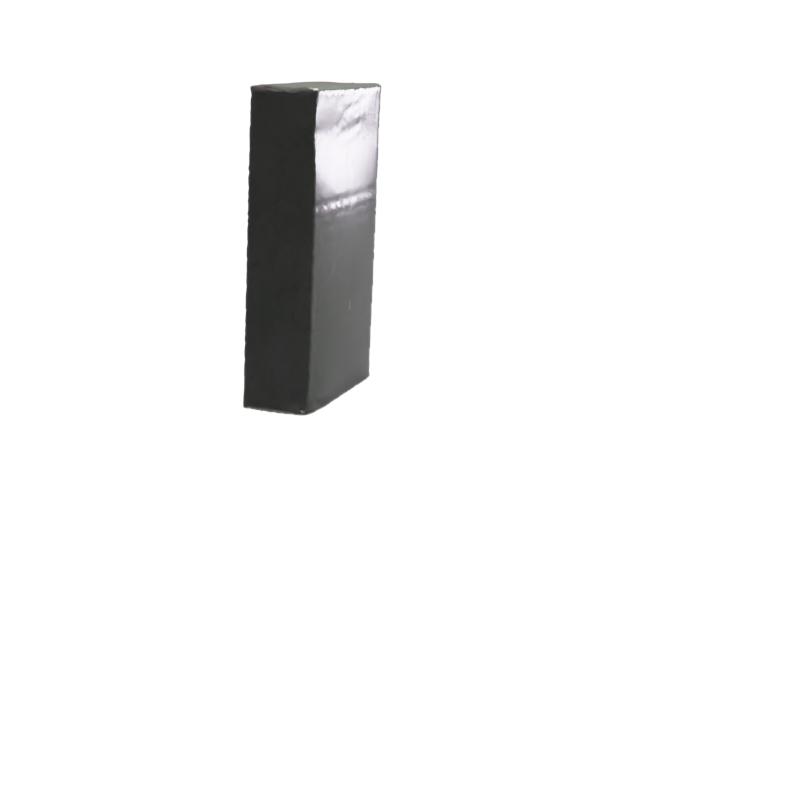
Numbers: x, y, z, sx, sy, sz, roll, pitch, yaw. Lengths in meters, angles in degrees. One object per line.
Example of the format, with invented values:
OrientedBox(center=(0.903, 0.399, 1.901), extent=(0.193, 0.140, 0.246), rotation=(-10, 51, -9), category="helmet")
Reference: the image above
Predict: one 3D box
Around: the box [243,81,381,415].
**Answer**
OrientedBox(center=(-0.049, -0.088, 0.619), extent=(0.050, 0.172, 0.093), rotation=(4, 11, 21), category="box")
